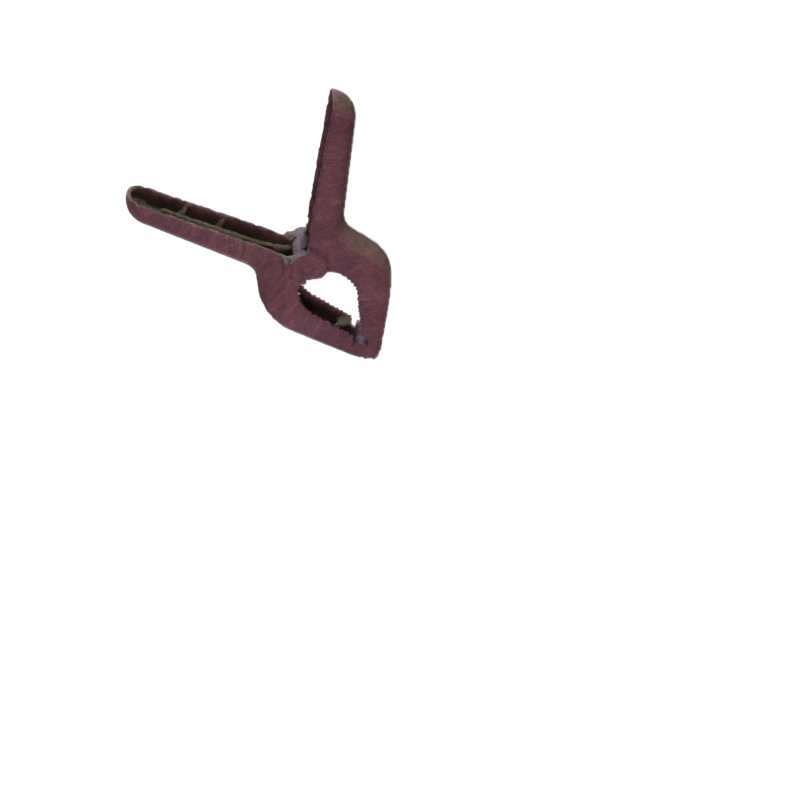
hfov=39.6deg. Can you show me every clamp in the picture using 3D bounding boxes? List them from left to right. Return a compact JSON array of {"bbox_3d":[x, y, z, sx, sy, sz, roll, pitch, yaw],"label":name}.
[{"bbox_3d":[-0.059,-0.107,0.750,0.164,0.039,0.196,-27,-54,22],"label":"clamp"}]
